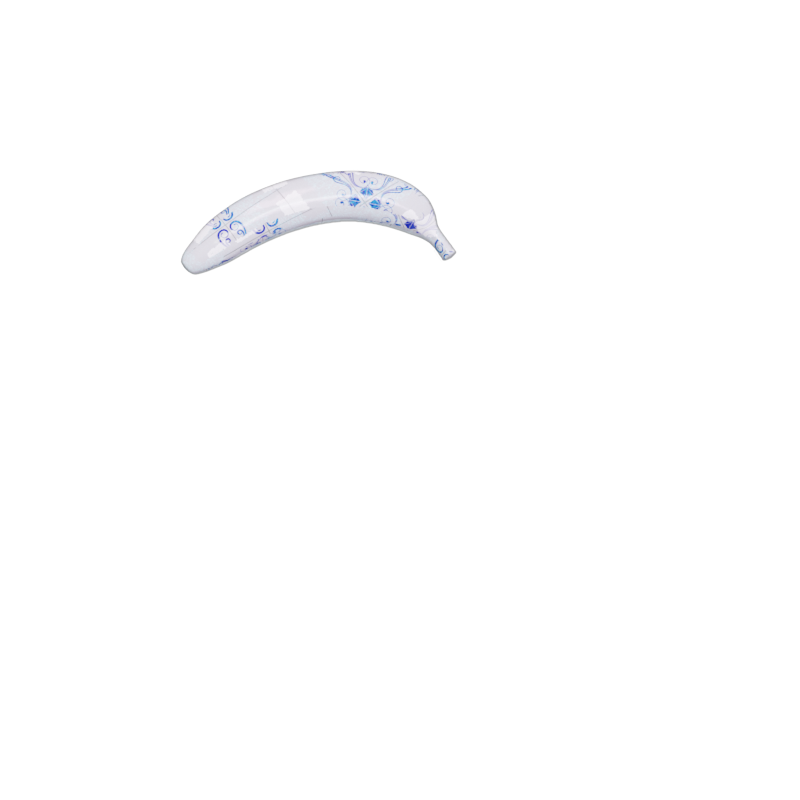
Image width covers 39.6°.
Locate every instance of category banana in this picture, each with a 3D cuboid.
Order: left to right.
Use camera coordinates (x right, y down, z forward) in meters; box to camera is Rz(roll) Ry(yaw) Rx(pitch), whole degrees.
[{"bbox_3d":[-0.060,-0.131,0.800,0.197,0.073,0.035,-4,-22,-2],"label":"banana"}]
